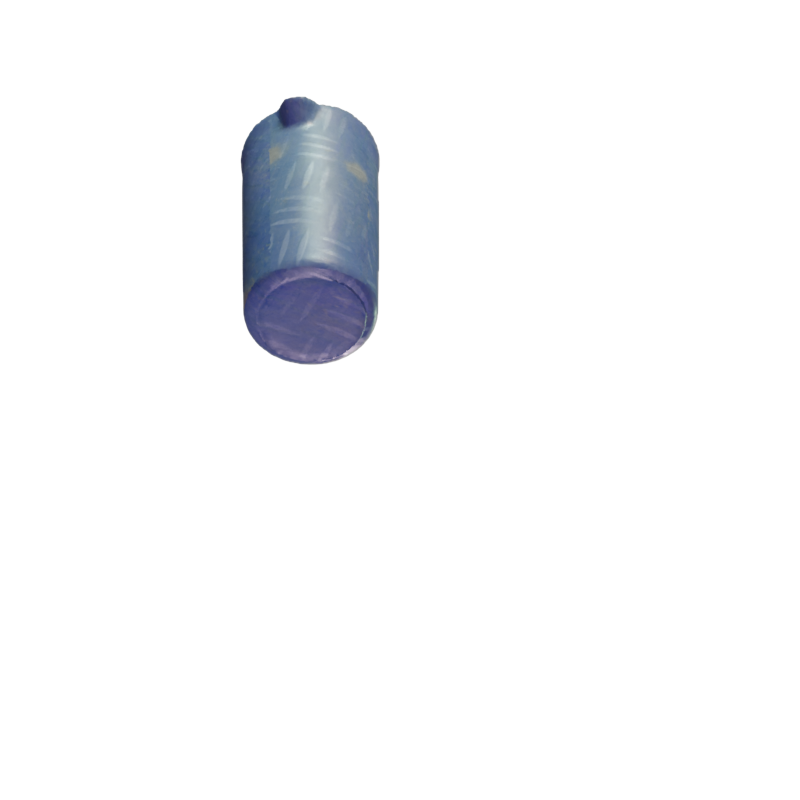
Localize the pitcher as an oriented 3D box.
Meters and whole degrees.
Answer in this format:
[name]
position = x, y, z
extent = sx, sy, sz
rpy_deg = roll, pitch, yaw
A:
[pitcher]
position = -0.077, -0.140, 0.979
extent = 0.142, 0.261, 0.142
rpy_deg = 29, -57, -25
